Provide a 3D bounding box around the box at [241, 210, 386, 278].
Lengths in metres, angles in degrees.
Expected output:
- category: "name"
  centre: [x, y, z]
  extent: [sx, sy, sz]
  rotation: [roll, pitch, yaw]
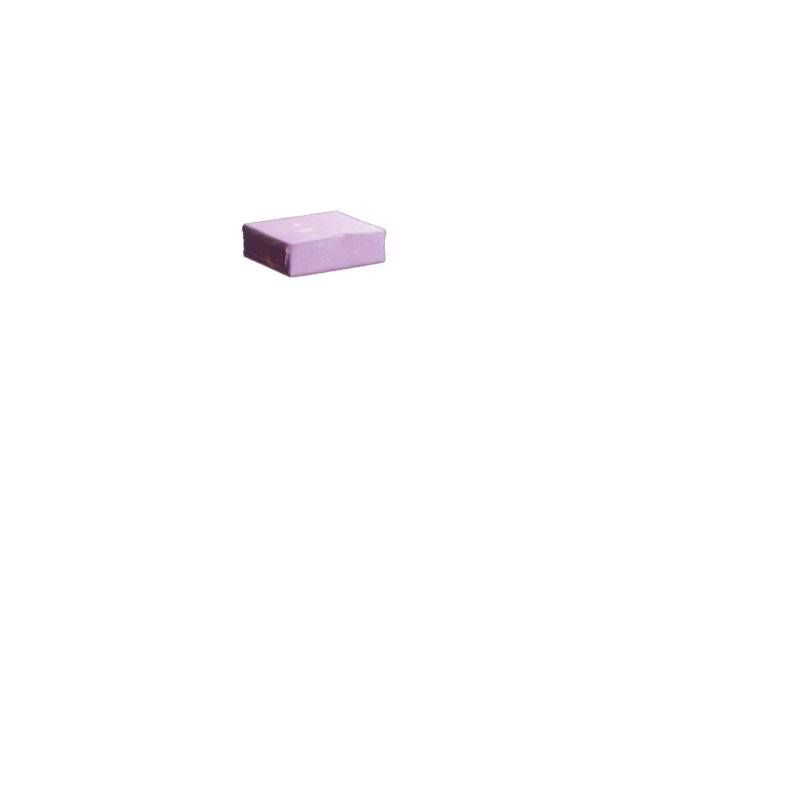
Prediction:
- category: "box"
  centre: [-0.067, -0.122, 0.854]
  extent: [0.087, 0.029, 0.078]
  rotation: [-13, 24, -30]
